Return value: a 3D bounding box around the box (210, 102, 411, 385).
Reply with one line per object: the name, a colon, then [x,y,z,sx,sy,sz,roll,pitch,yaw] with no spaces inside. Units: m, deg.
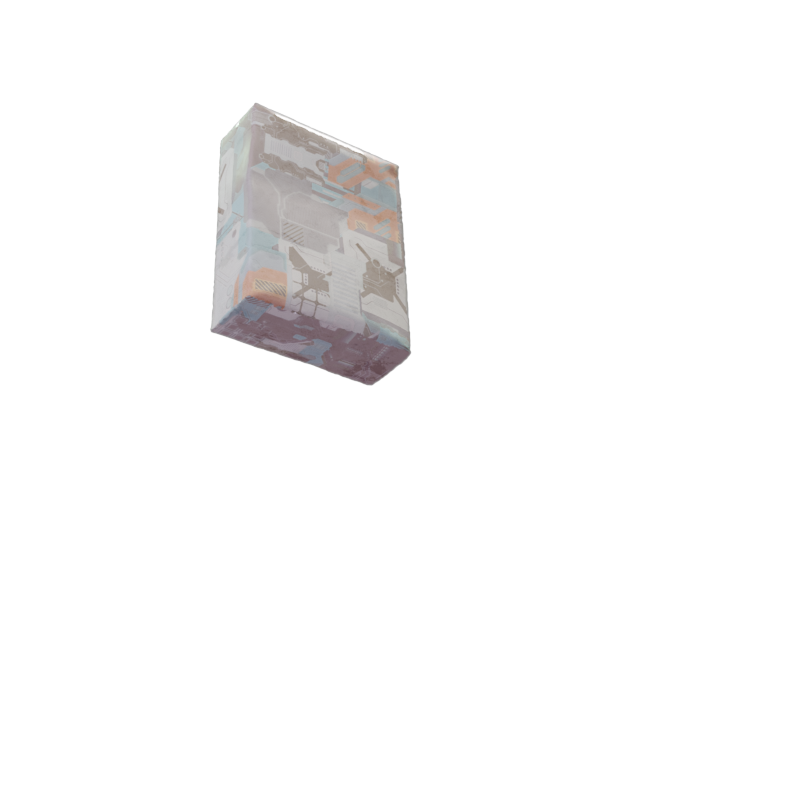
box: [-0.076,-0.138,0.970,0.156,0.229,0.070,19,-40,-28]
